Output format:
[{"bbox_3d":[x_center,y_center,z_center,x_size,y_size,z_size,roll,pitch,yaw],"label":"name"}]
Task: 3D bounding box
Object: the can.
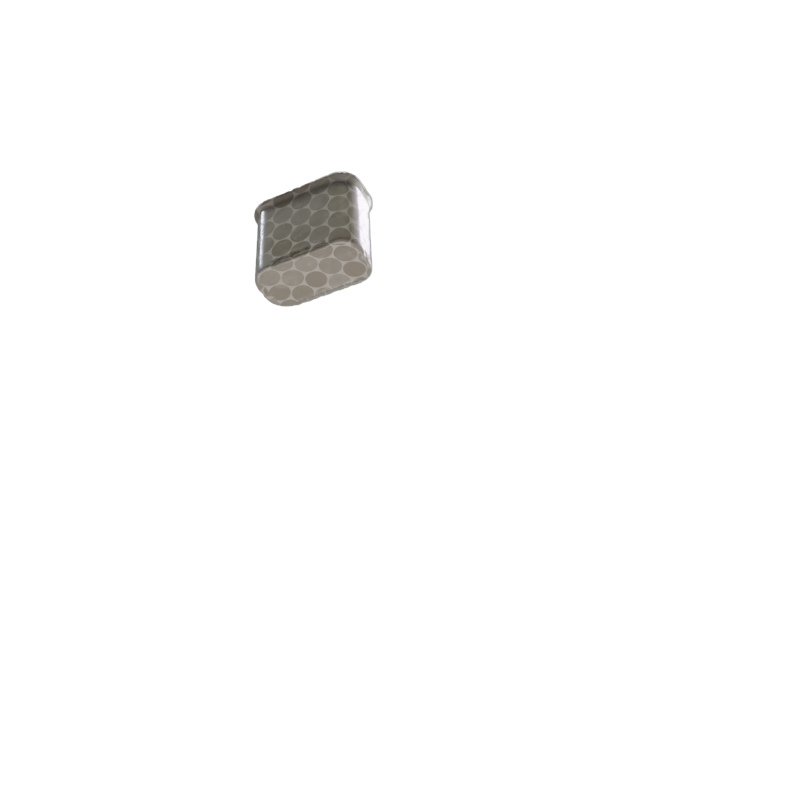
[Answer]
[{"bbox_3d":[-0.073,-0.133,0.933,0.103,0.090,0.053,-19,-45,18],"label":"can"}]
